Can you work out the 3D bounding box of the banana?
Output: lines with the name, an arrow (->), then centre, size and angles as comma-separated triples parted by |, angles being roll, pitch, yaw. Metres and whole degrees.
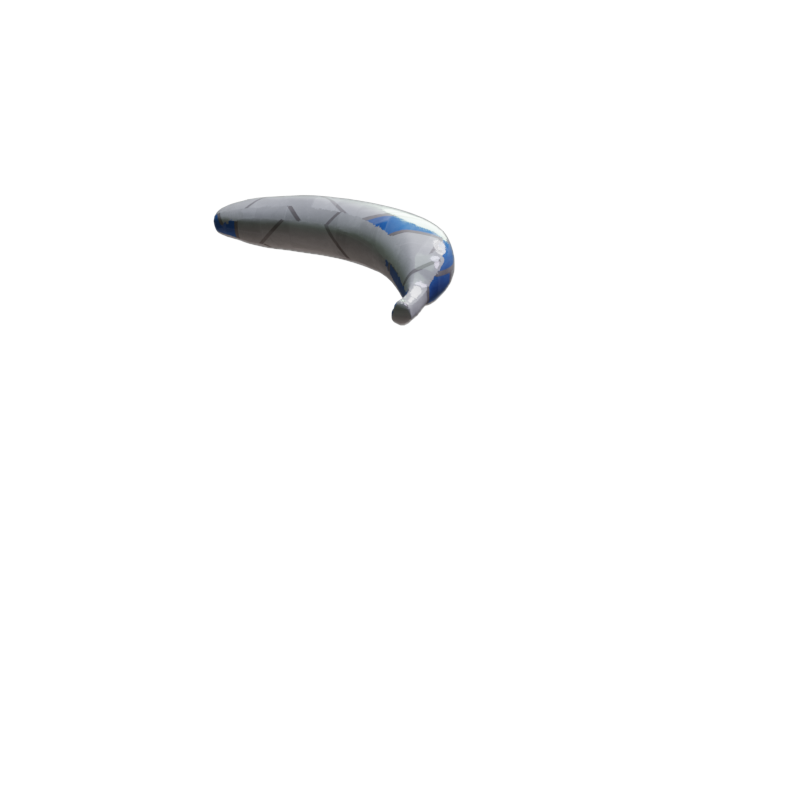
banana -> -0.030, -0.089, 0.612 | 0.068, 0.035, 0.211 | -13, 25, -32
